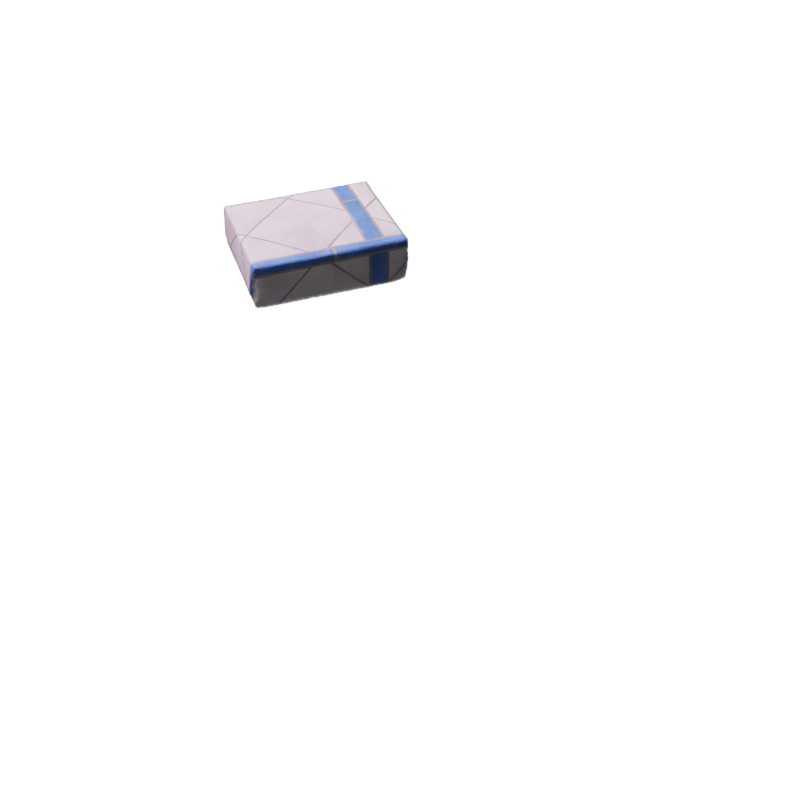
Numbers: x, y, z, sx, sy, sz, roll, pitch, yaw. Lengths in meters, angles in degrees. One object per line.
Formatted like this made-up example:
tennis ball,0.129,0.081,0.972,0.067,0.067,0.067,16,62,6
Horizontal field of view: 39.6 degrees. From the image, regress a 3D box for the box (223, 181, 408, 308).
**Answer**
box,-0.062,-0.113,0.789,0.112,0.036,0.097,-11,39,-15
